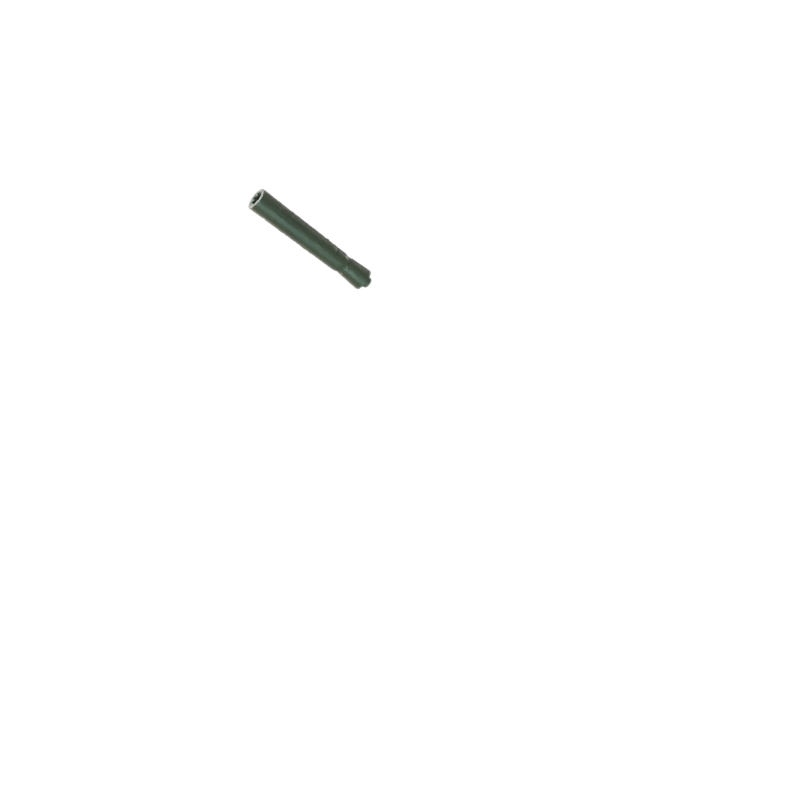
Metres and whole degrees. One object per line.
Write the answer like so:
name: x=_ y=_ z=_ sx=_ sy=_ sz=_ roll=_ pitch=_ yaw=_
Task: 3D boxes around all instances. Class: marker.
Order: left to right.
marker: x=-0.069 y=-0.126 z=0.884 sx=0.115 sy=0.020 sz=0.020 roll=35 pitch=-13 yaw=-23
